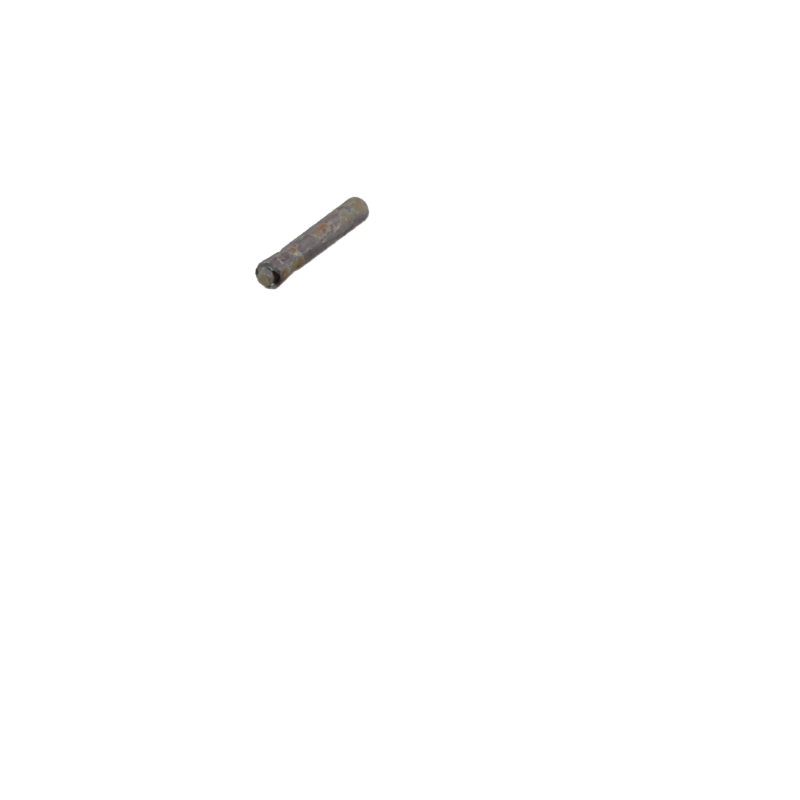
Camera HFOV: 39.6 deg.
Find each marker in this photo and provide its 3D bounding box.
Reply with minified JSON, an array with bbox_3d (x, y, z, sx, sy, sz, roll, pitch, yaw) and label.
[{"bbox_3d":[-0.055,-0.101,0.709,0.020,0.019,0.123,2,29,29],"label":"marker"}]
